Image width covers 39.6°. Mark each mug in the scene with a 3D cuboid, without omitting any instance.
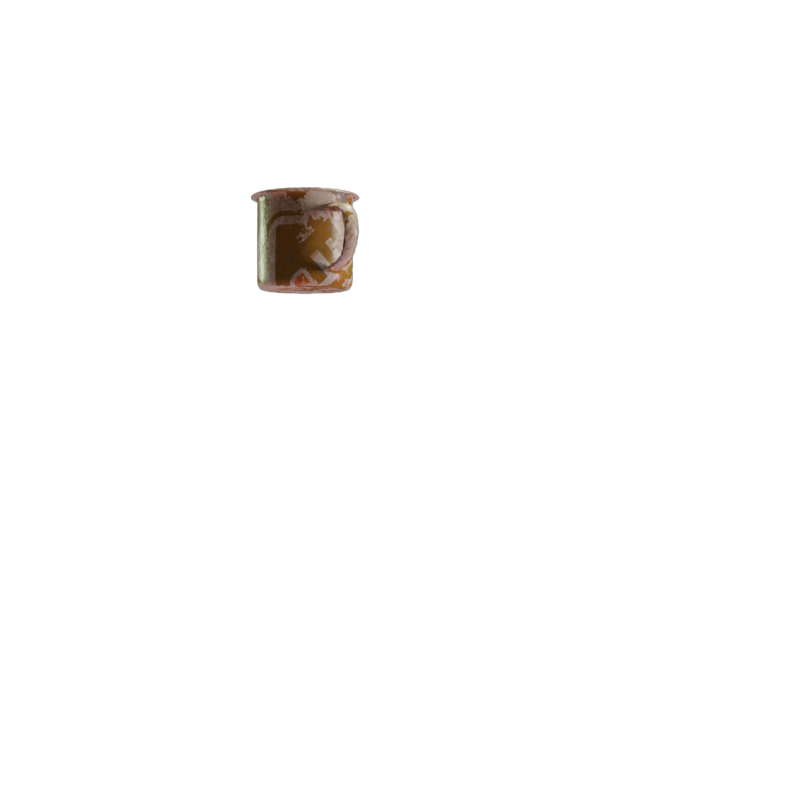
[{"bbox_3d":[-0.073,-0.133,0.935,0.089,0.083,0.121,2,-3,-39],"label":"mug"}]
